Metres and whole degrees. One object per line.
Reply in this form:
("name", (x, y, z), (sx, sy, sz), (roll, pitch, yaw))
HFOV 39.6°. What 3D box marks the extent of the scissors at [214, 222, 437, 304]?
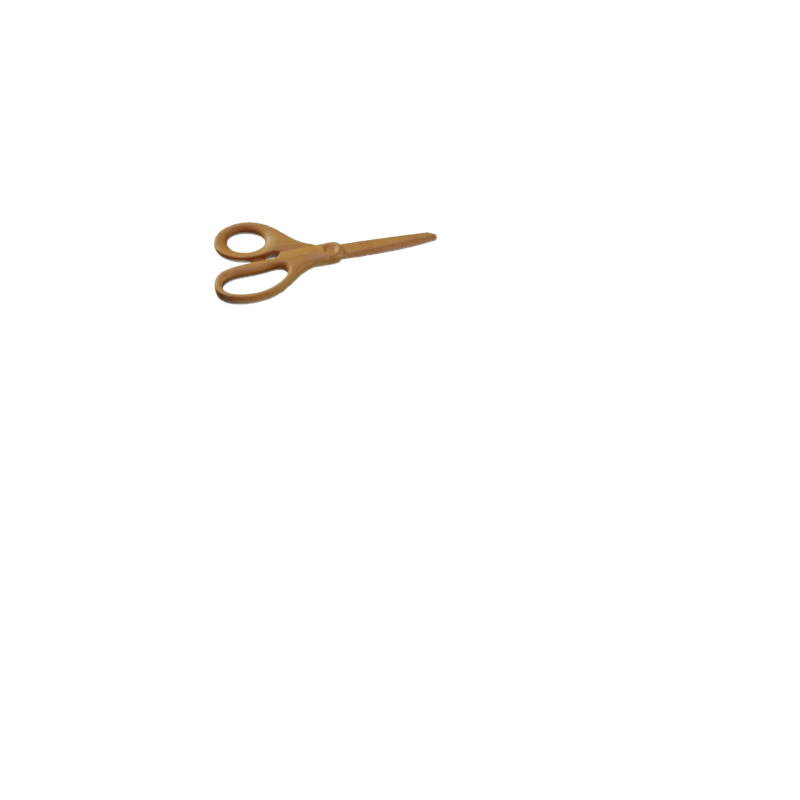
("scissors", (-0.077, -0.141, 0.987), (0.200, 0.104, 0.015), (-24, -35, -18))
